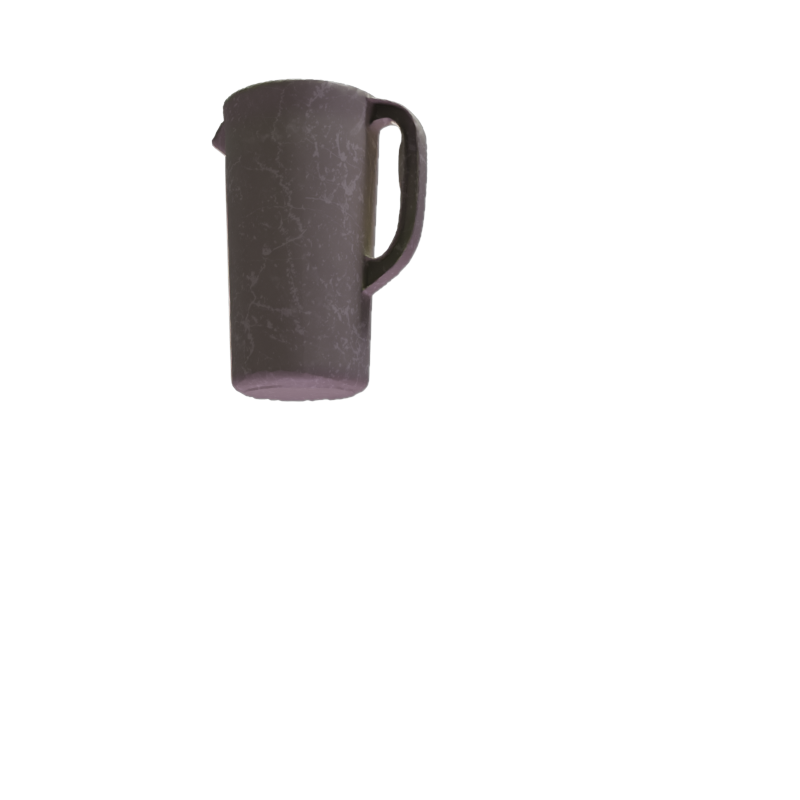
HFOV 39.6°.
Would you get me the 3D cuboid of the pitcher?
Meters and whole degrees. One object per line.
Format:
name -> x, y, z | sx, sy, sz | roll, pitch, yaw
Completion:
pitcher -> -0.069, -0.126, 0.885 | 0.140, 0.251, 0.149 | 5, -14, -23
